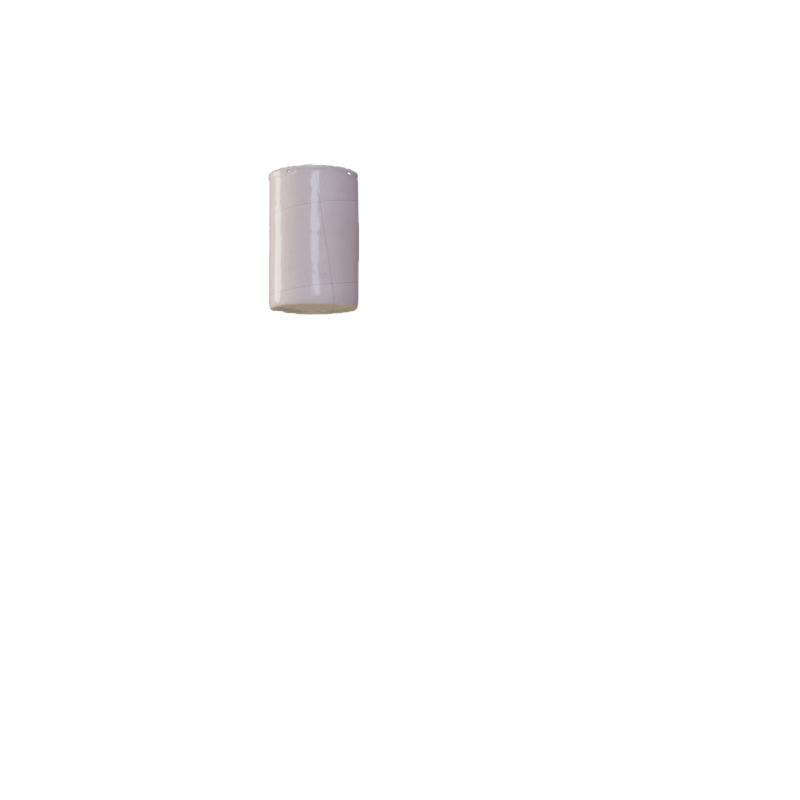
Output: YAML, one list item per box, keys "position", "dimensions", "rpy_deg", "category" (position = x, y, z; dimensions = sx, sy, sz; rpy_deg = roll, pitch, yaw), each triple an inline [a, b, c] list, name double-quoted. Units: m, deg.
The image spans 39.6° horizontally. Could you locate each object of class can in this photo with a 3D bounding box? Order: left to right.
- position: [-0.065, -0.118, 0.828]
  dimensions: [0.068, 0.105, 0.067]
  rpy_deg: [0, -8, -2]
  category: "can"
